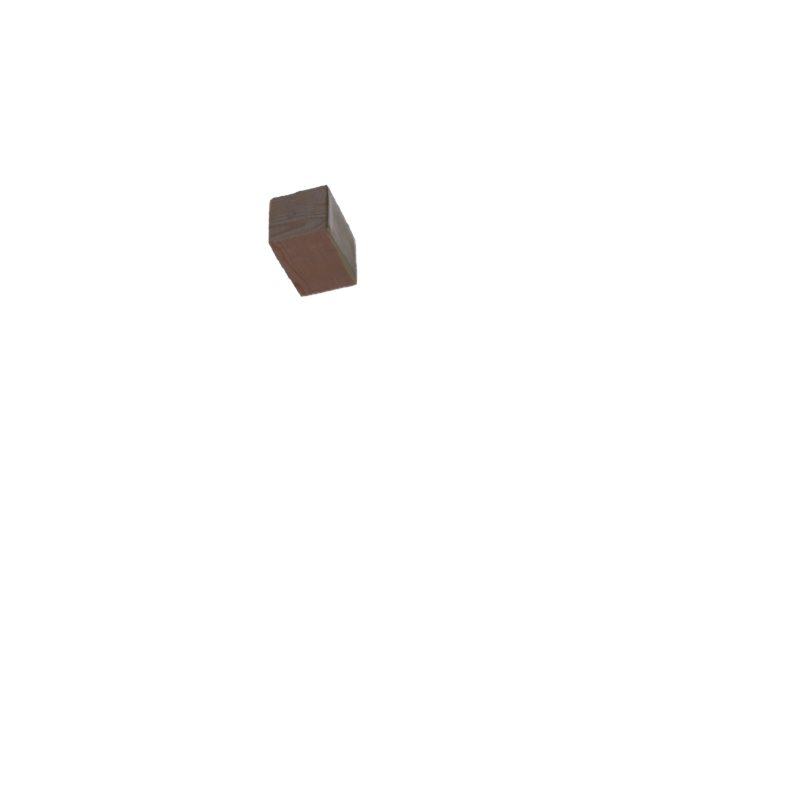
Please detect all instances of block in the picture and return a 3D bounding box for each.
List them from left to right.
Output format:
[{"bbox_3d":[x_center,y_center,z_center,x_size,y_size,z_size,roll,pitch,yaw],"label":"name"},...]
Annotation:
[{"bbox_3d":[-0.072,-0.132,0.925,0.053,0.055,0.072,-12,-38,13],"label":"block"}]
